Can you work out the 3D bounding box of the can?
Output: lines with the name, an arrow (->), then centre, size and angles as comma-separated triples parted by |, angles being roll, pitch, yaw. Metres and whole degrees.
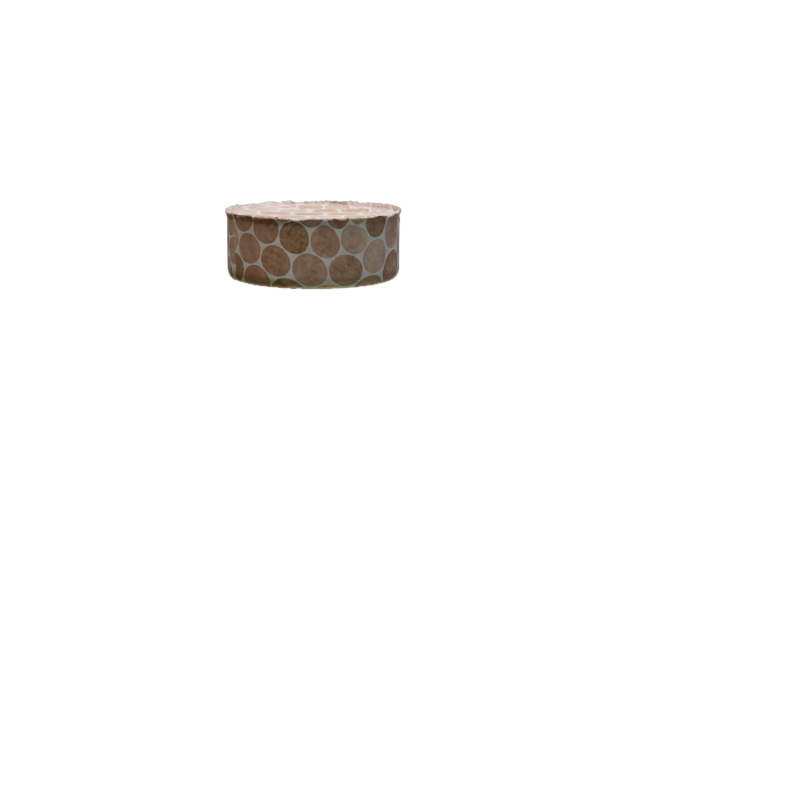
can -> -0.042, -0.077, 0.542 | 0.086, 0.033, 0.088 | 0, 14, -2
